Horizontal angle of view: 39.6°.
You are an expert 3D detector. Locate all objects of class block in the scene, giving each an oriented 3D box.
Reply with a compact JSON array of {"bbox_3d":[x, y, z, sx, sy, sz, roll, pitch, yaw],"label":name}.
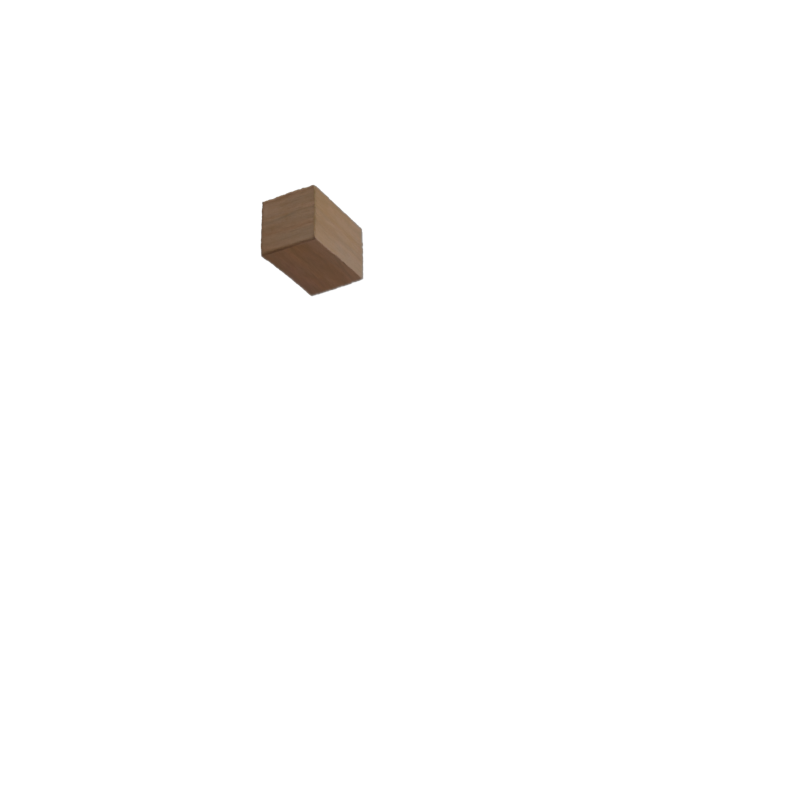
[{"bbox_3d":[-0.070,-0.128,0.897,0.053,0.054,0.072,-16,-31,25],"label":"block"}]
